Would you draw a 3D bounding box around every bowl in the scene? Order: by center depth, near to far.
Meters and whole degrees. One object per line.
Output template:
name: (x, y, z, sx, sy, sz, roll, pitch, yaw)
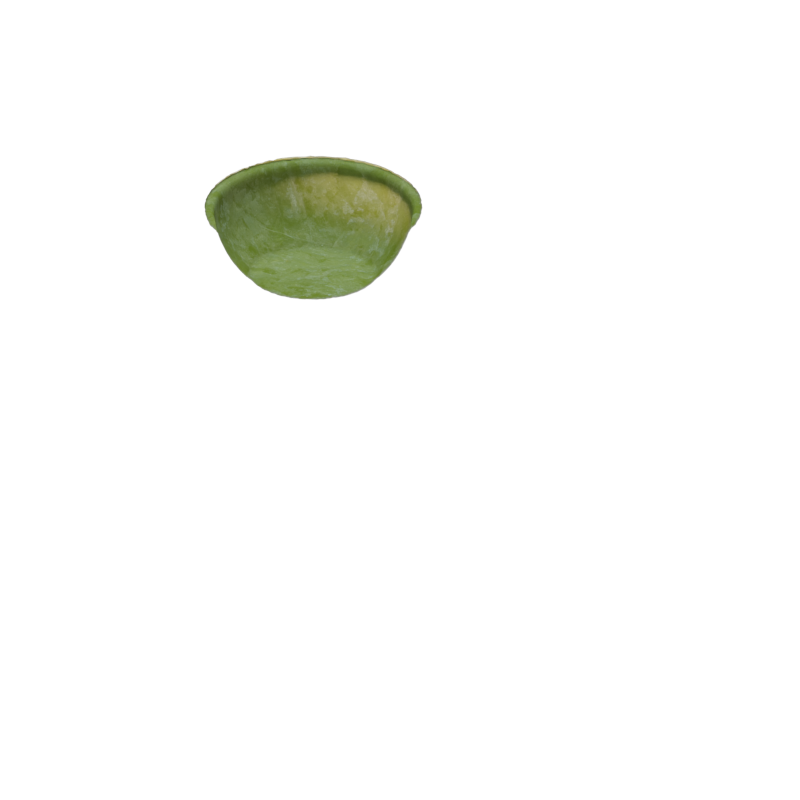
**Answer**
bowl: (-0.064, -0.116, 0.812, 0.162, 0.058, 0.154, 0, -19, -2)
